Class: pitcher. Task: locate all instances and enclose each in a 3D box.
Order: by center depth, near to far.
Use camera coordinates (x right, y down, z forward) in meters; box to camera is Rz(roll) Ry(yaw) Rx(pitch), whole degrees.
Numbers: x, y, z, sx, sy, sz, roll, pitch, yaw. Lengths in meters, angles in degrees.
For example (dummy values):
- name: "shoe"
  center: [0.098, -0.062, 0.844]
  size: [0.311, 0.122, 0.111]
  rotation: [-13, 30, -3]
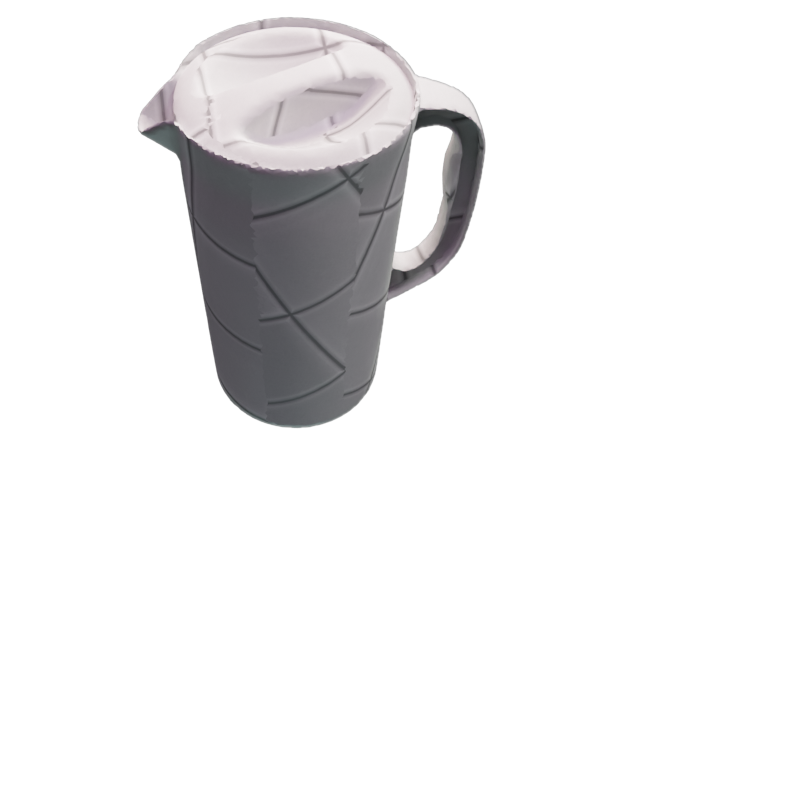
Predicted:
- name: "pitcher"
  center: [-0.052, -0.095, 0.663]
  size: [0.157, 0.226, 0.147]
  rotation: [31, 55, 22]
